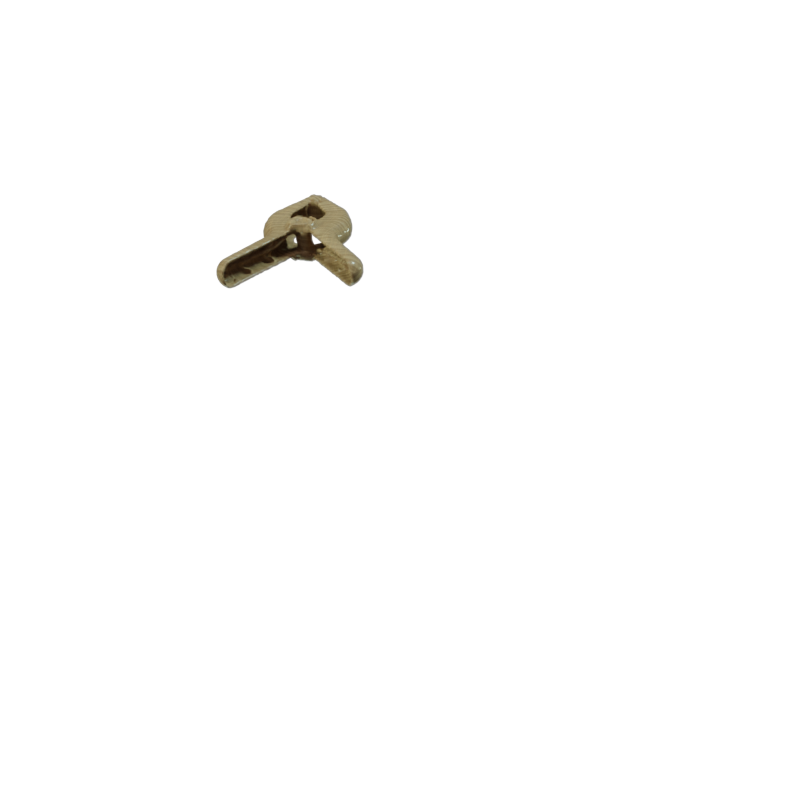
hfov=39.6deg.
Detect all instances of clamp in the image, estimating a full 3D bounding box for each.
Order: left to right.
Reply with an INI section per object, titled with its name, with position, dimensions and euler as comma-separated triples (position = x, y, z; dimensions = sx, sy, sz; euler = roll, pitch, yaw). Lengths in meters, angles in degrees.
[clamp]
position = -0.075, -0.137, 0.960
dimensions = 0.123, 0.037, 0.178
euler = 8, 32, 13
